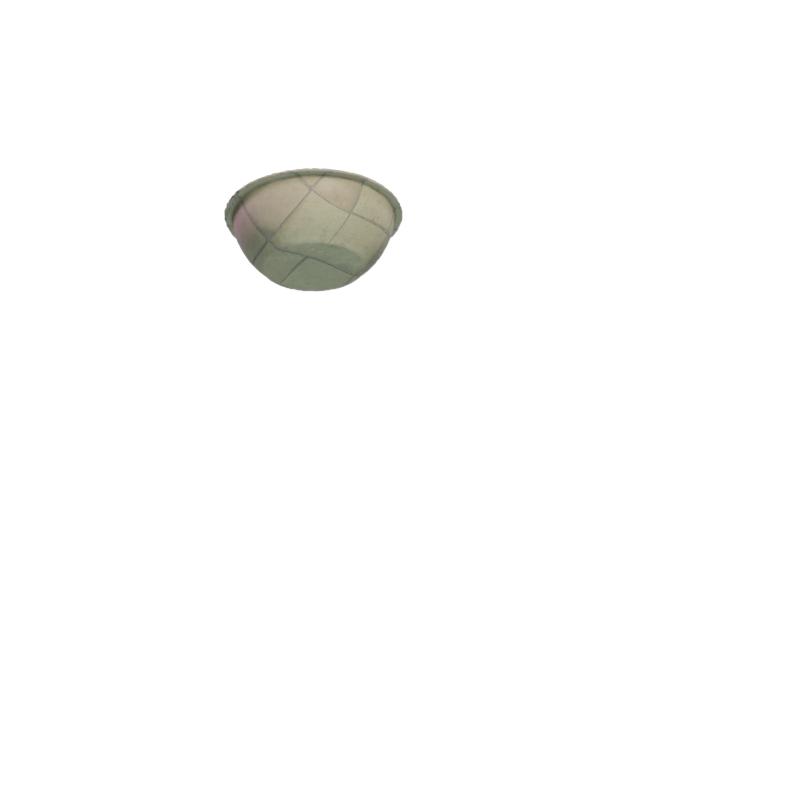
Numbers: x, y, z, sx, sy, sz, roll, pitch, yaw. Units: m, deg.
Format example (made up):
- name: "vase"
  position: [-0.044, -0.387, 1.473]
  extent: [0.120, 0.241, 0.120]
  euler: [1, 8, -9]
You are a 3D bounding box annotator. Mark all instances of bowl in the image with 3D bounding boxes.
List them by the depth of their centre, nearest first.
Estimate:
- name: "bowl"
  position: [-0.078, -0.142, 0.994]
  extent: [0.162, 0.058, 0.153]
  euler: [1, -24, -2]
